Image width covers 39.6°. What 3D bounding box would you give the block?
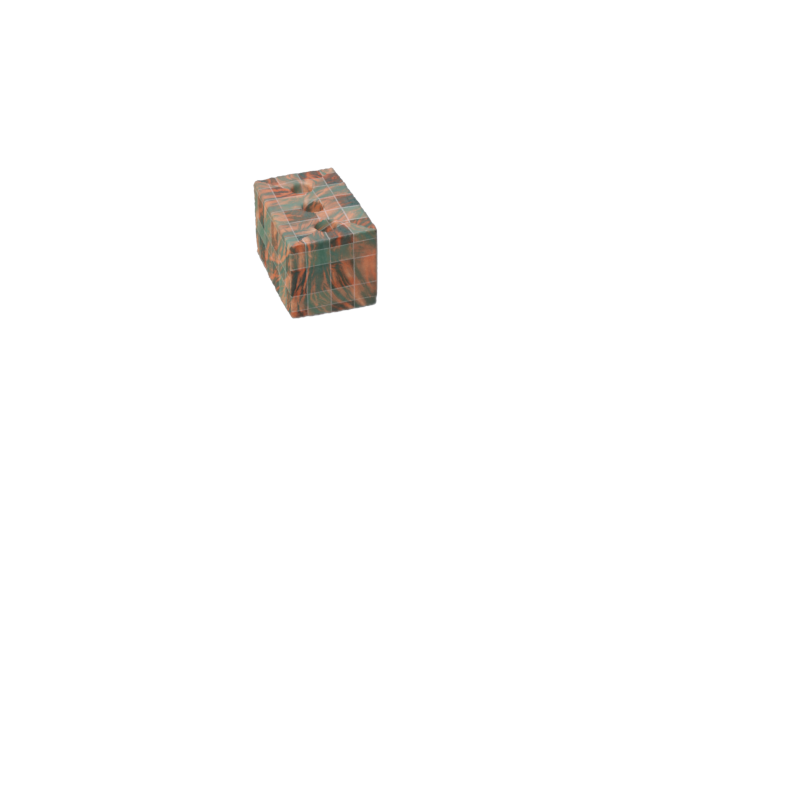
[{"bbox_3d":[-0.051,-0.093,0.650,0.052,0.048,0.084,-12,39,-17],"label":"block"}]
